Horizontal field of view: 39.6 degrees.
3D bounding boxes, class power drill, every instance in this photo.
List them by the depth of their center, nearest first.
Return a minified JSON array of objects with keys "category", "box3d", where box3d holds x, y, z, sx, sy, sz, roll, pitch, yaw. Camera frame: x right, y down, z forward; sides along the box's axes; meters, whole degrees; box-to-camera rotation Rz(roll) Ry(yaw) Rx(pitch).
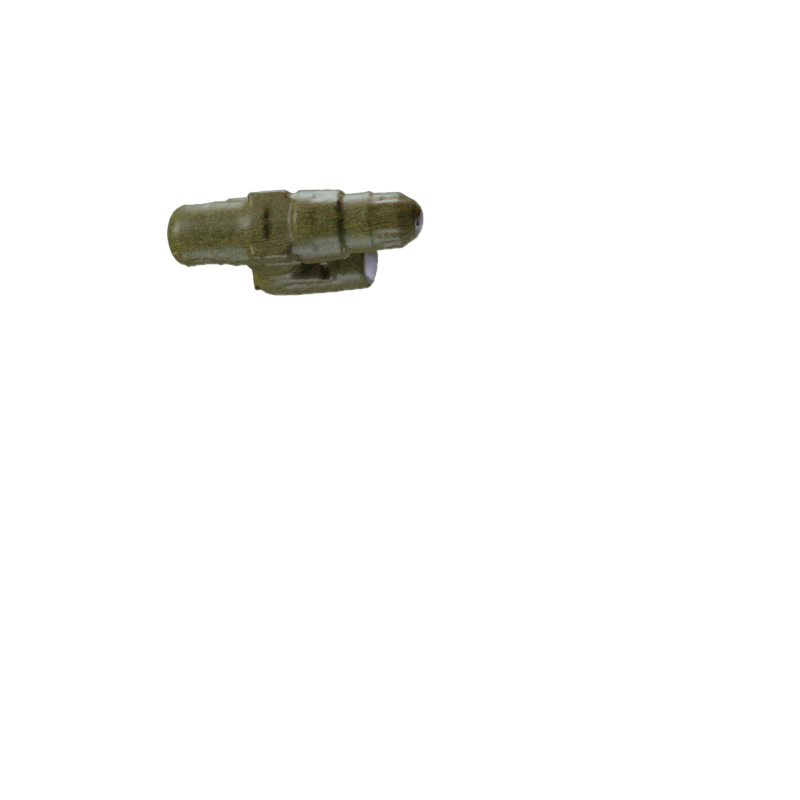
[{"category":"power drill","box3d":[-0.067,-0.122,0.855,0.187,0.058,0.182,-1,-4,9]}]
